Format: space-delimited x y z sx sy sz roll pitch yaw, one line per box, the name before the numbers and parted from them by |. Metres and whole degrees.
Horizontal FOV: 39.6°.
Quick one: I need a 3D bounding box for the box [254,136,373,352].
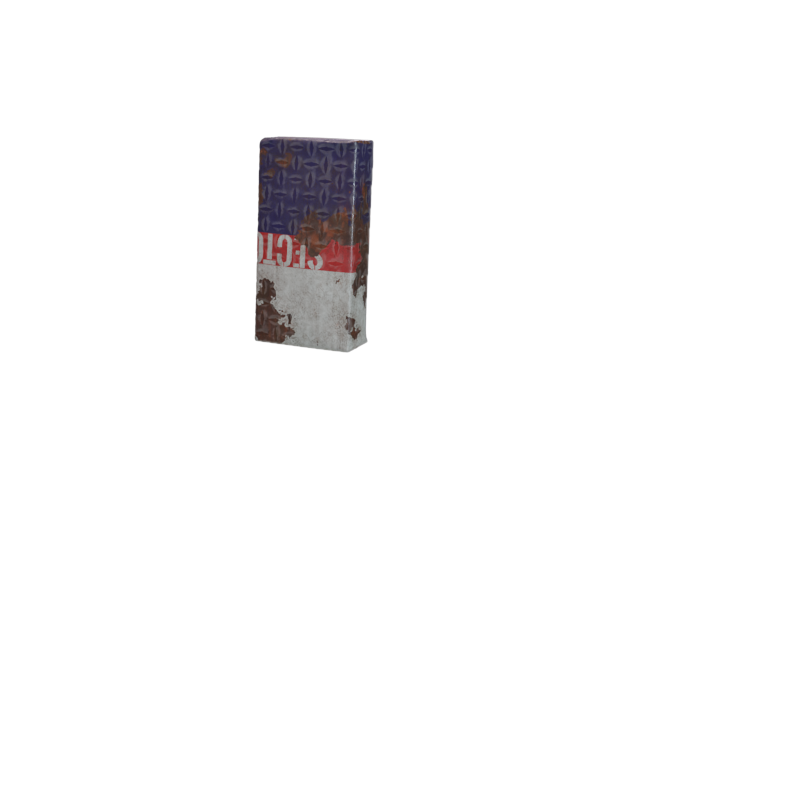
box | -0.074 -0.134 0.942 0.096 0.172 0.047 5 10 24
